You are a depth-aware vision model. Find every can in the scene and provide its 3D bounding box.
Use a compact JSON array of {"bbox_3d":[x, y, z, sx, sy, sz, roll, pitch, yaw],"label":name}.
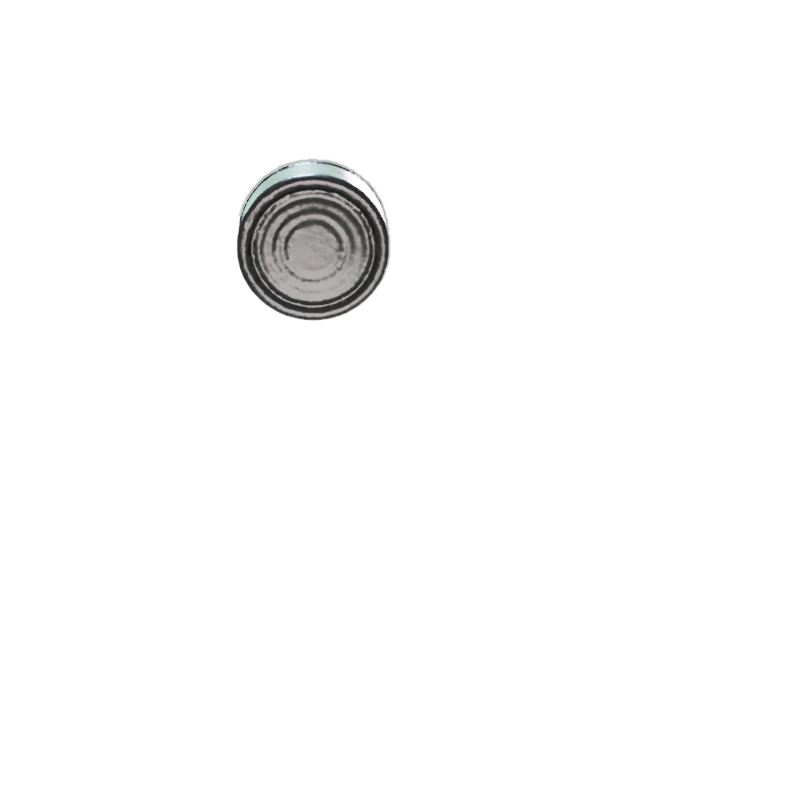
[{"bbox_3d":[-0.049,-0.089,0.621,0.086,0.082,0.035,0,20,-1],"label":"can"}]
